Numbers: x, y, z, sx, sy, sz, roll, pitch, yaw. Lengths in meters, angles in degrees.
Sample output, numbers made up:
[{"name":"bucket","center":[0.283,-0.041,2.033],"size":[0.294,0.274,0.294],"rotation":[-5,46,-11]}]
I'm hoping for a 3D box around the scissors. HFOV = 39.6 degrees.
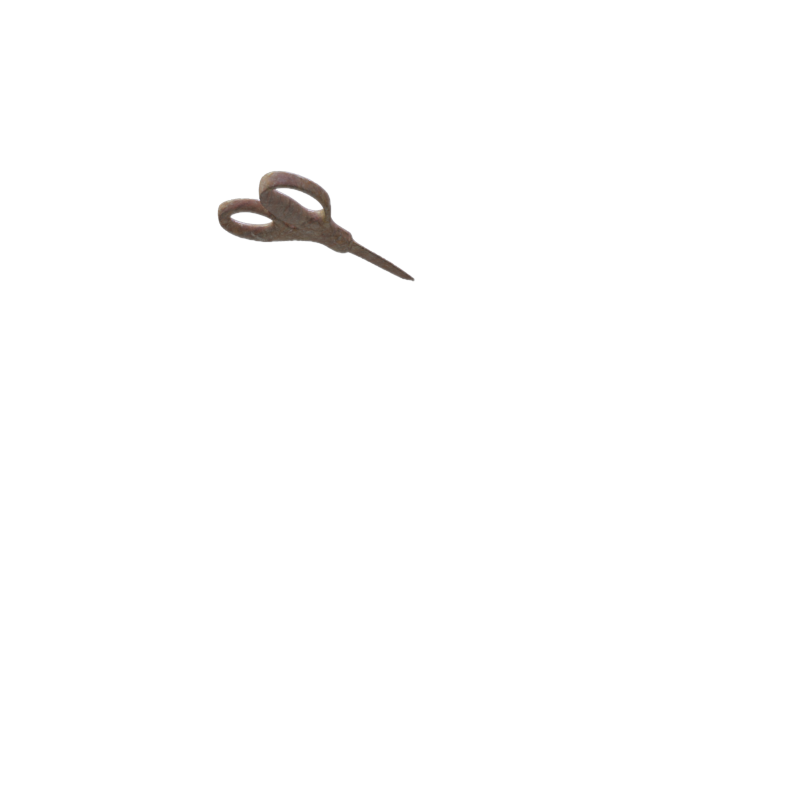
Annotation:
[{"name":"scissors","center":[-0.068,-0.125,0.874],"size":[0.098,0.017,0.188],"rotation":[-9,-22,22]}]
